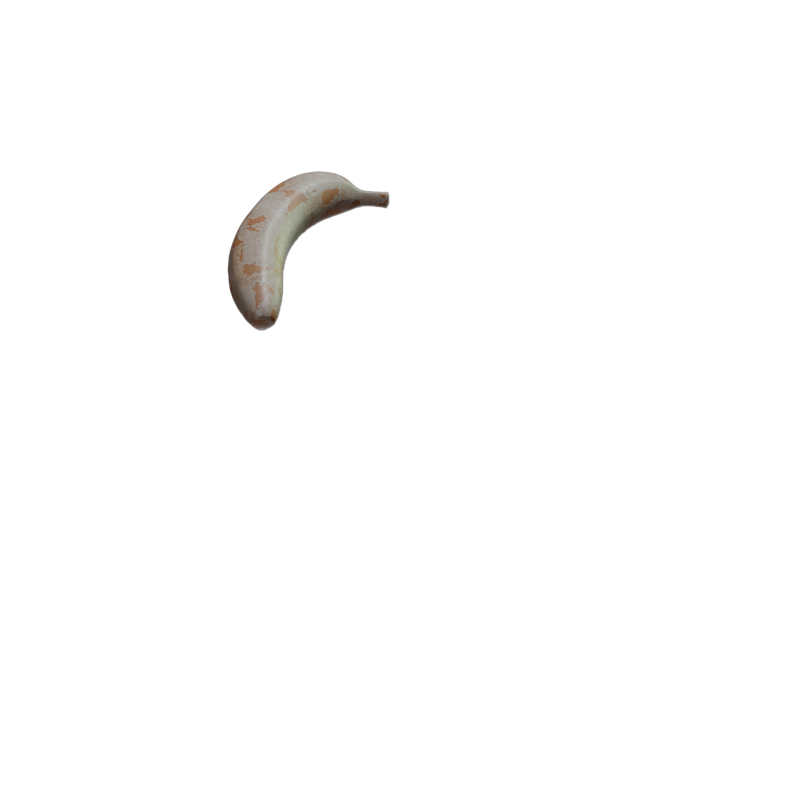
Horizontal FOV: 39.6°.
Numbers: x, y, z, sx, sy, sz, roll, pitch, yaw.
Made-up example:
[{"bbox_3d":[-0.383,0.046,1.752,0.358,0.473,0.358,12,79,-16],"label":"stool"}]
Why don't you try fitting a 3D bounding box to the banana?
[{"bbox_3d":[-0.073,-0.112,0.744,0.072,0.034,0.204,13,38,18],"label":"banana"}]
